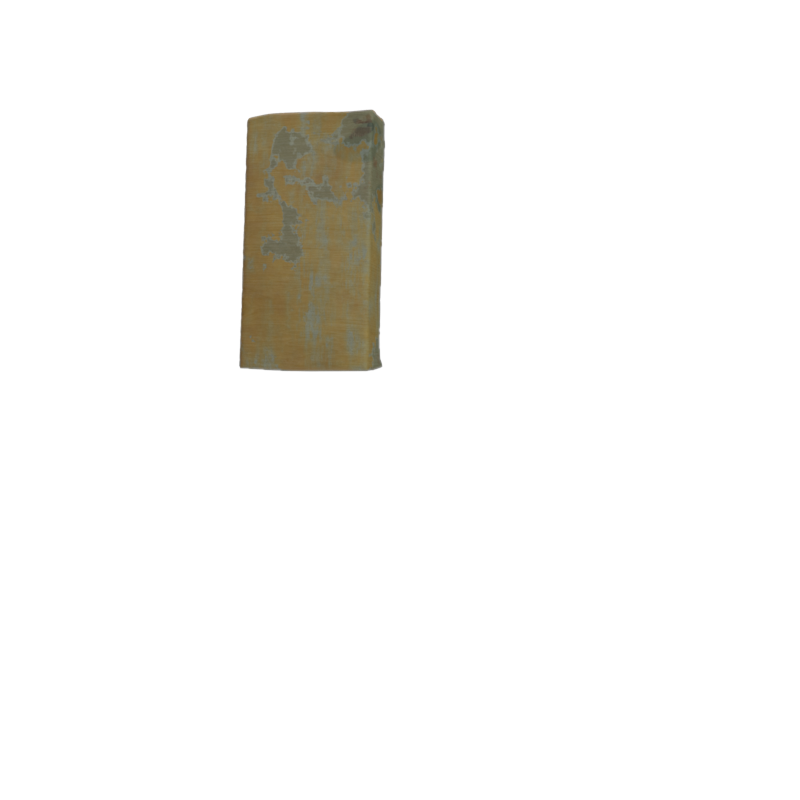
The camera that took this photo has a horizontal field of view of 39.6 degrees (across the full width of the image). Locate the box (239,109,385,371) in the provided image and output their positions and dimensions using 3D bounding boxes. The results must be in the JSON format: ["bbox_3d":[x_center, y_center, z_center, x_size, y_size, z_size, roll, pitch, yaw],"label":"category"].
[{"bbox_3d":[-0.060,-0.109,0.762,0.095,0.178,0.047,-1,-4,15],"label":"box"}]
